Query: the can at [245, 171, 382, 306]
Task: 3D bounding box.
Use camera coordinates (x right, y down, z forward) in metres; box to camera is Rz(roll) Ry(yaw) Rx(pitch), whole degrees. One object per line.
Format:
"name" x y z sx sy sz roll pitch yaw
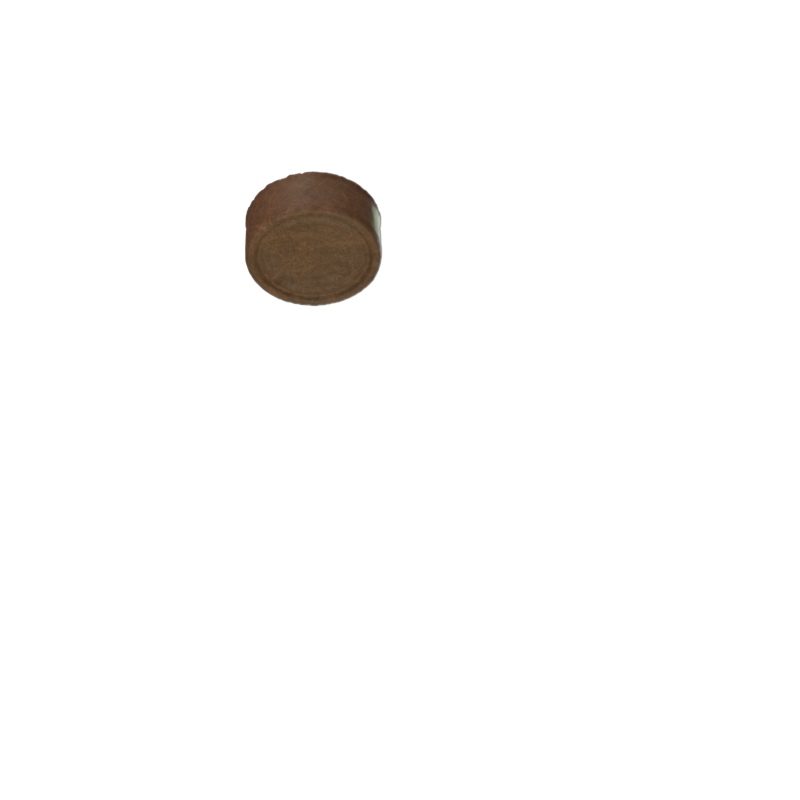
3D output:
"can" -0.054 -0.098 0.686 0.086 0.036 0.080 1 -43 -1
